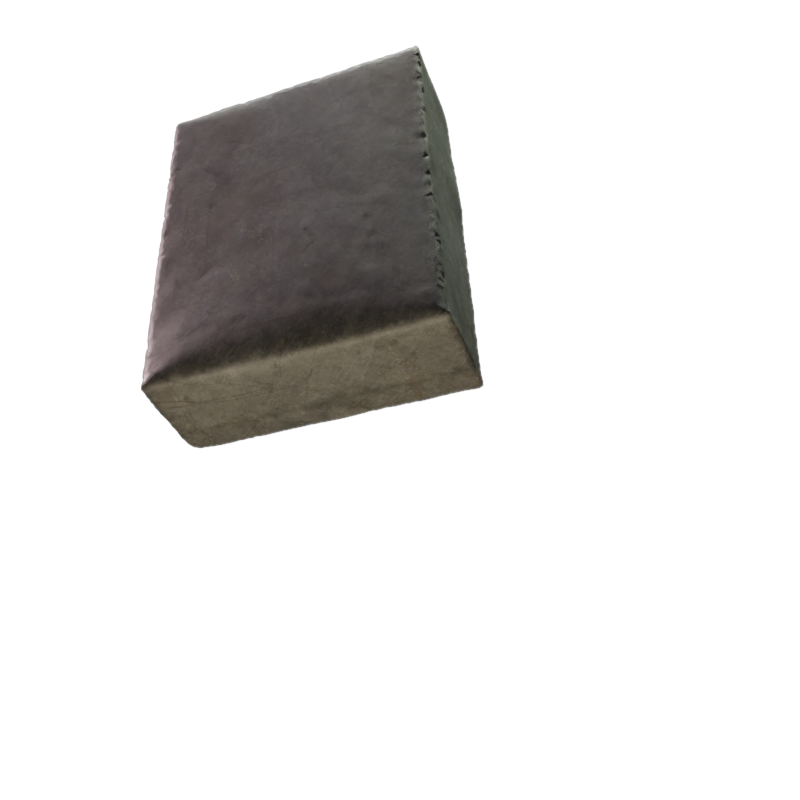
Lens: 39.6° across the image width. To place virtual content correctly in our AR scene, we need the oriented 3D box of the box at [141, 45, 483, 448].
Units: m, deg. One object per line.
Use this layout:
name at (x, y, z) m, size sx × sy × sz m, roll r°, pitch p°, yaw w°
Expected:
box at (-0.049, -0.090, 0.628) m, size 0.165 × 0.230 × 0.066 m, roll -15°, pitch -42°, yaw 14°
